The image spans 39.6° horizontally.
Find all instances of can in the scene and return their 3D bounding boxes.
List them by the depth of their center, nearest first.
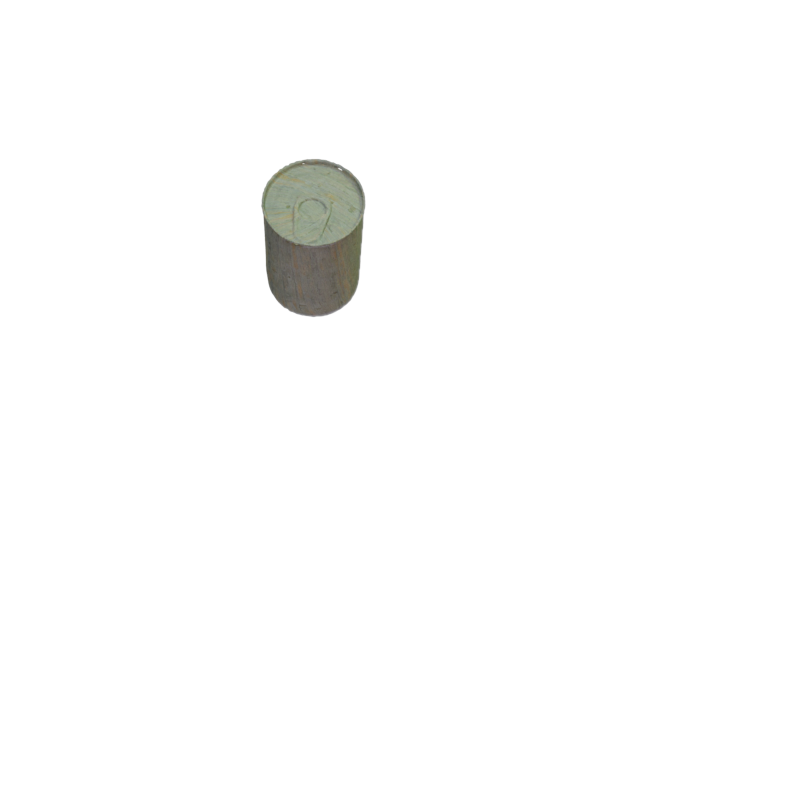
[{"bbox_3d":[-0.060,-0.109,0.765,0.068,0.073,0.096,0,-27,-3],"label":"can"}]
